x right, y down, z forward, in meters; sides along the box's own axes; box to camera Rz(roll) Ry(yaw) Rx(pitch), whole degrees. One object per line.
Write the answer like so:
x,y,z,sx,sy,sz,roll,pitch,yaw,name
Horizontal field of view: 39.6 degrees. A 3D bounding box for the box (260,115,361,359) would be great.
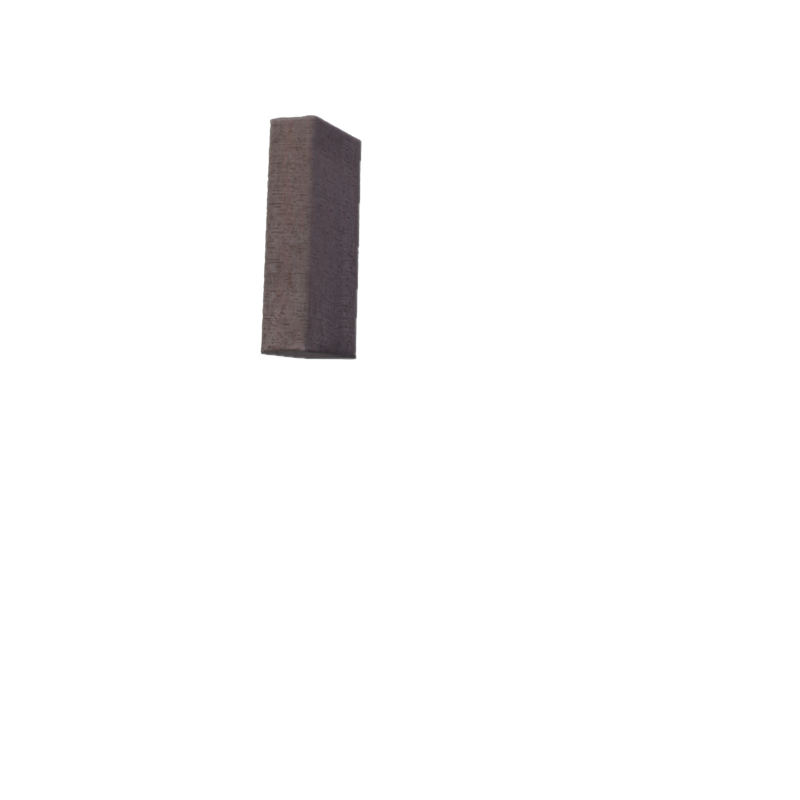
-0.066,-0.121,0.847,0.049,0.180,0.089,-4,-8,22,box
